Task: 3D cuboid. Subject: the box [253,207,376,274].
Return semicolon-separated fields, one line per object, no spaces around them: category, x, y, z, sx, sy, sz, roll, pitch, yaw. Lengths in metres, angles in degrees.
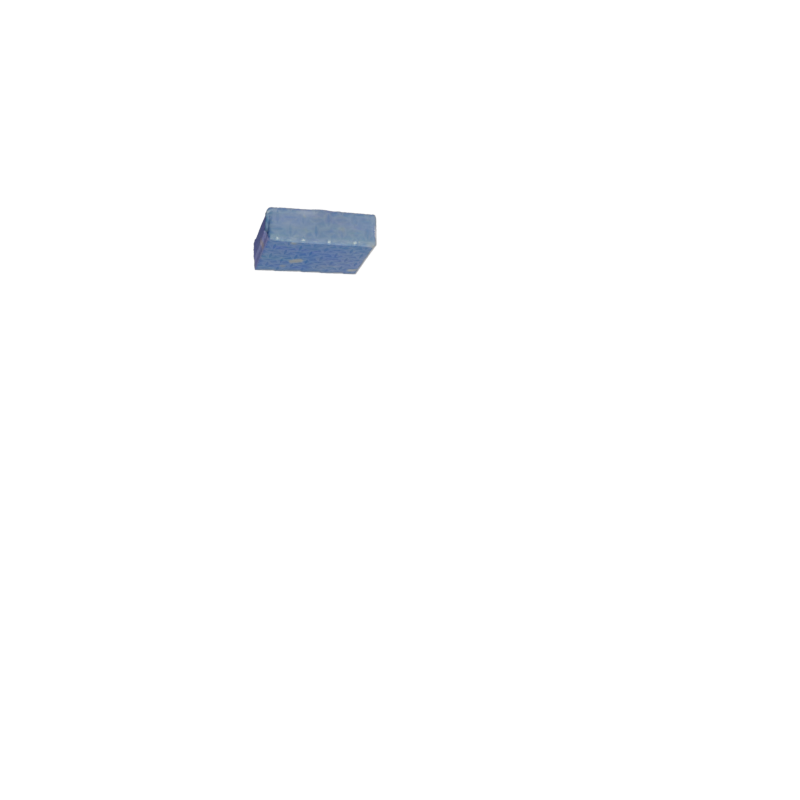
box;-0.070;-0.127;0.893;0.088;0.031;0.071;3;-15;-12
